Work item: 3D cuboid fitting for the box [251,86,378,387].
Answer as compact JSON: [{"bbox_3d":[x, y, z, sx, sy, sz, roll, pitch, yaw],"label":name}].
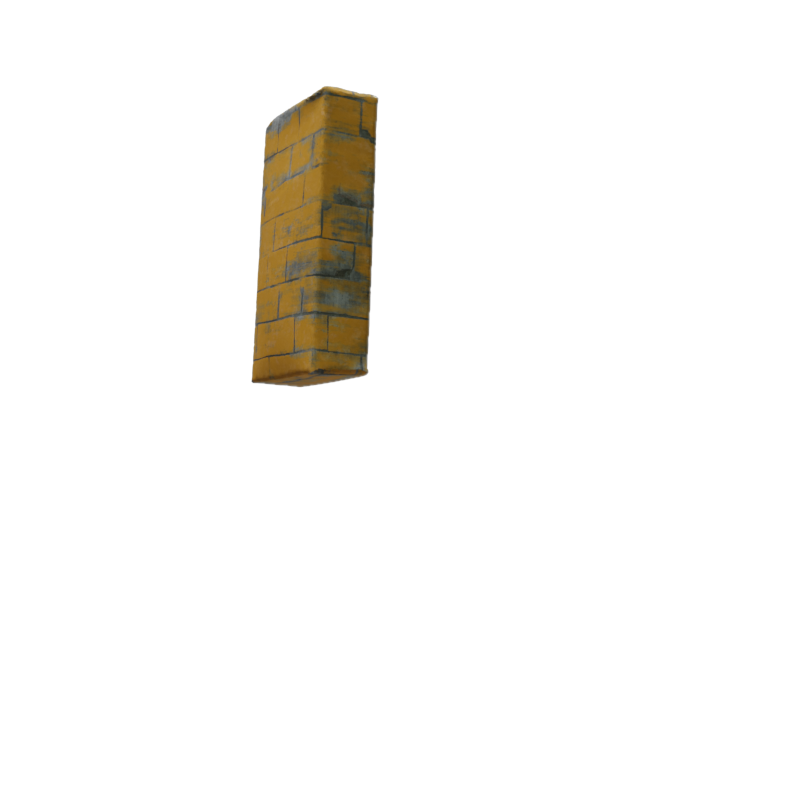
[{"bbox_3d":[-0.055,-0.100,0.701,0.046,0.181,0.094,5,-12,-29],"label":"box"}]
